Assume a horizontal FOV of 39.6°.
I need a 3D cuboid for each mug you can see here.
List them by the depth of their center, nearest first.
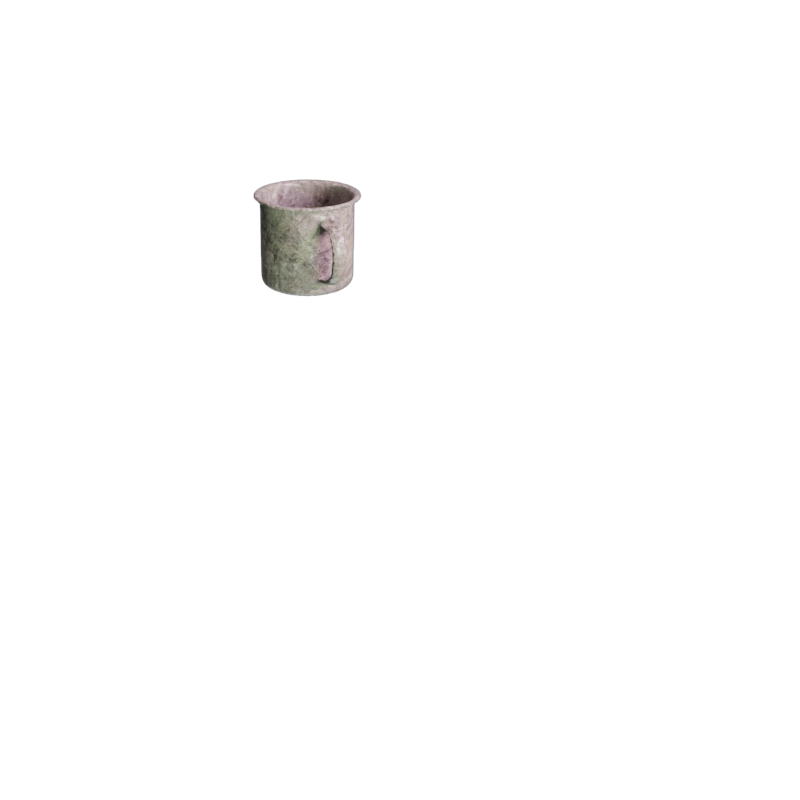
[{"bbox_3d":[-0.075,-0.137,0.957,0.091,0.078,0.125,-11,26,-26],"label":"mug"}]
